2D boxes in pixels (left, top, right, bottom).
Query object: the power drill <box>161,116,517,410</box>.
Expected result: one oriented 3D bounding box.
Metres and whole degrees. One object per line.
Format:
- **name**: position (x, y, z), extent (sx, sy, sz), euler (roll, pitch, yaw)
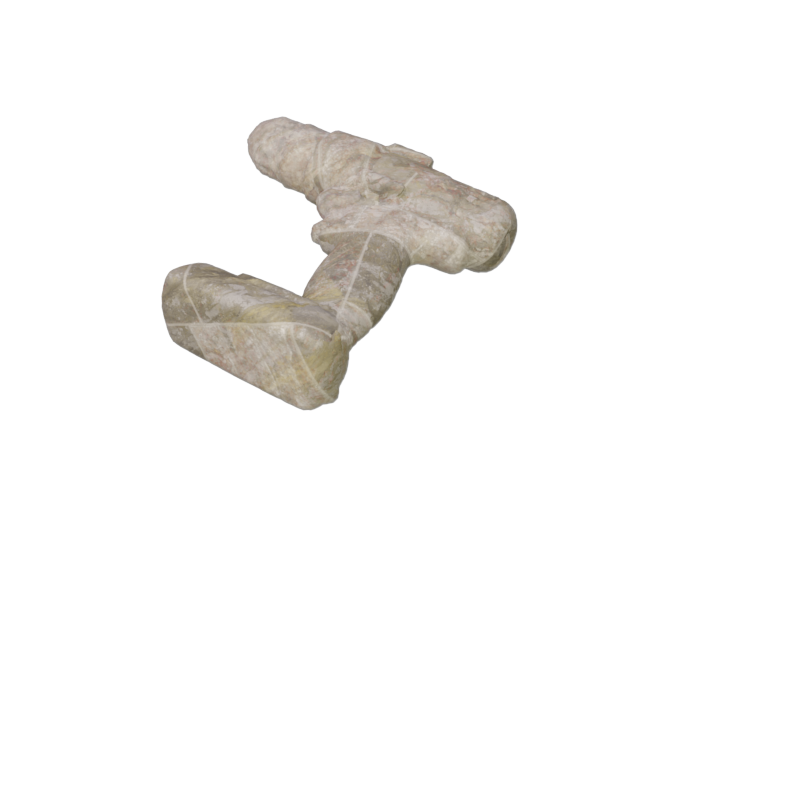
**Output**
- **power drill**: position (-0.050, -0.091, 0.637), extent (0.193, 0.053, 0.192), euler (24, 48, 23)
